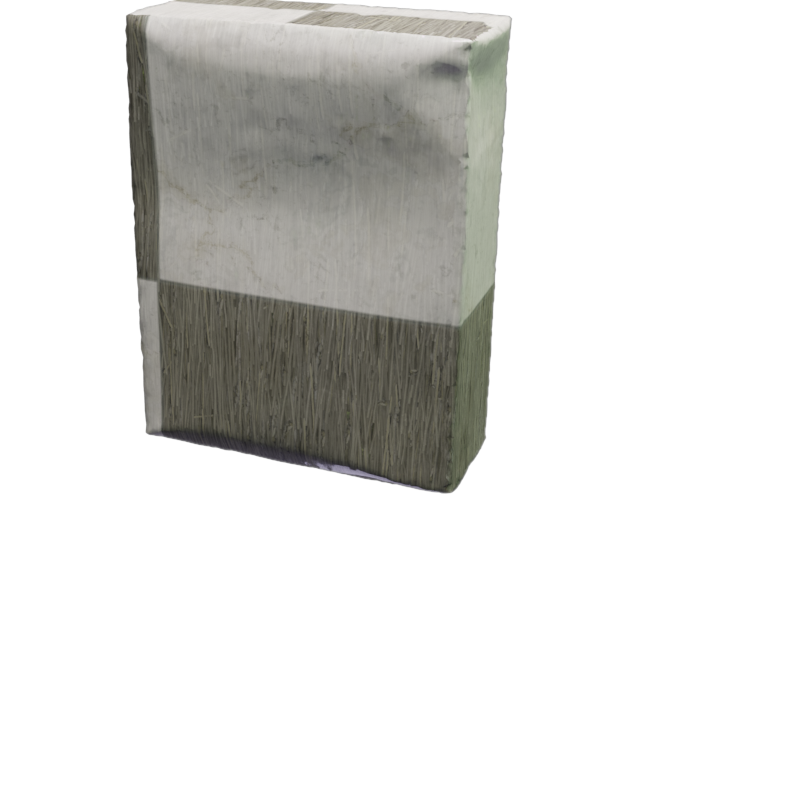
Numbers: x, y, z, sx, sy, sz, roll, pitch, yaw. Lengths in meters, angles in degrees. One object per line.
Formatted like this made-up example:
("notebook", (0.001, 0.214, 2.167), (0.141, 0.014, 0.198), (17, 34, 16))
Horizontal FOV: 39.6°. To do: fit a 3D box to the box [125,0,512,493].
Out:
("box", (-0.041, -0.075, 0.522), (0.169, 0.204, 0.073), (10, 23, 20))
